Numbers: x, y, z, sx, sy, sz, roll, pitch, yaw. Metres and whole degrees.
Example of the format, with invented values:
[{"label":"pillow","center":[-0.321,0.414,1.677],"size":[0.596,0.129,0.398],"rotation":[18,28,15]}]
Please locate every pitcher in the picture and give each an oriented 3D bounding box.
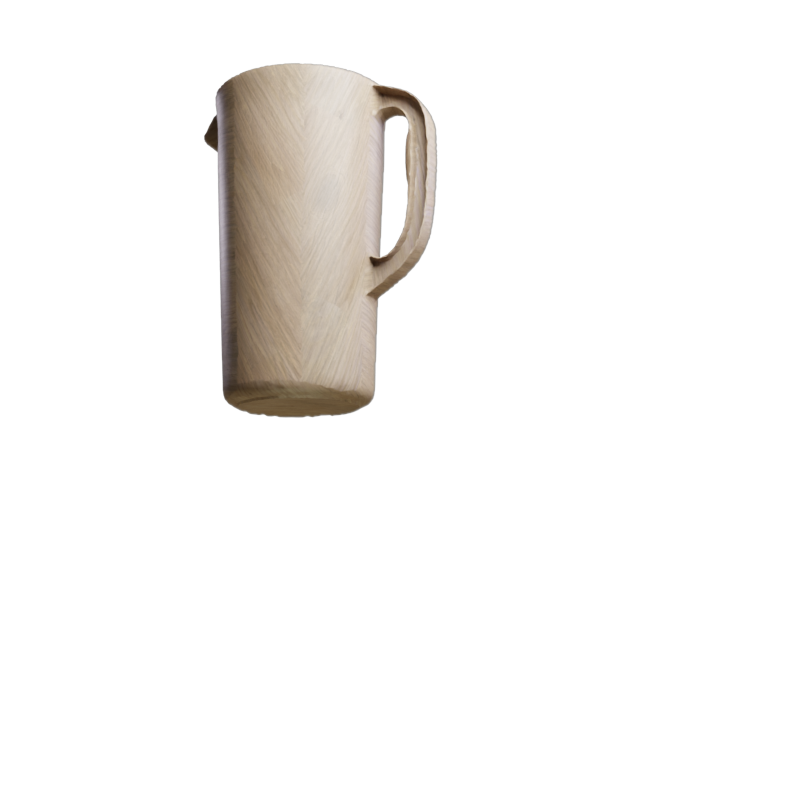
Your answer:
[{"label":"pitcher","center":[-0.064,-0.116,0.812],"size":[0.140,0.253,0.148],"rotation":[5,-16,-22]}]
